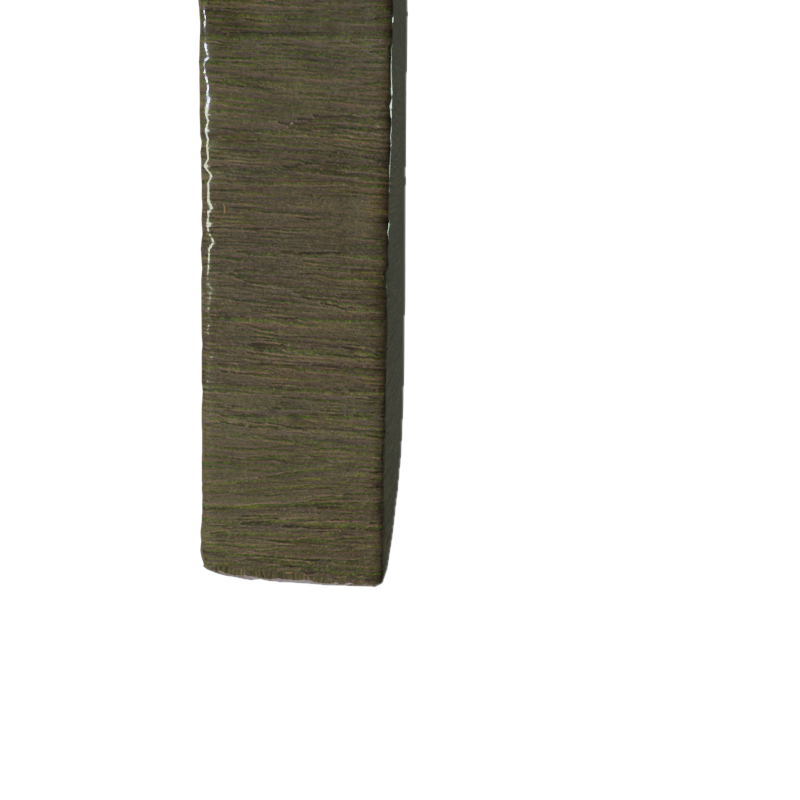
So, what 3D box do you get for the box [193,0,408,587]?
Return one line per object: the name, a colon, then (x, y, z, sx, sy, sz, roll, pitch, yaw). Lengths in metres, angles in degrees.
box: (-0.034, -0.062, 0.436, 0.072, 0.209, 0.167, 1, 11, 2)
